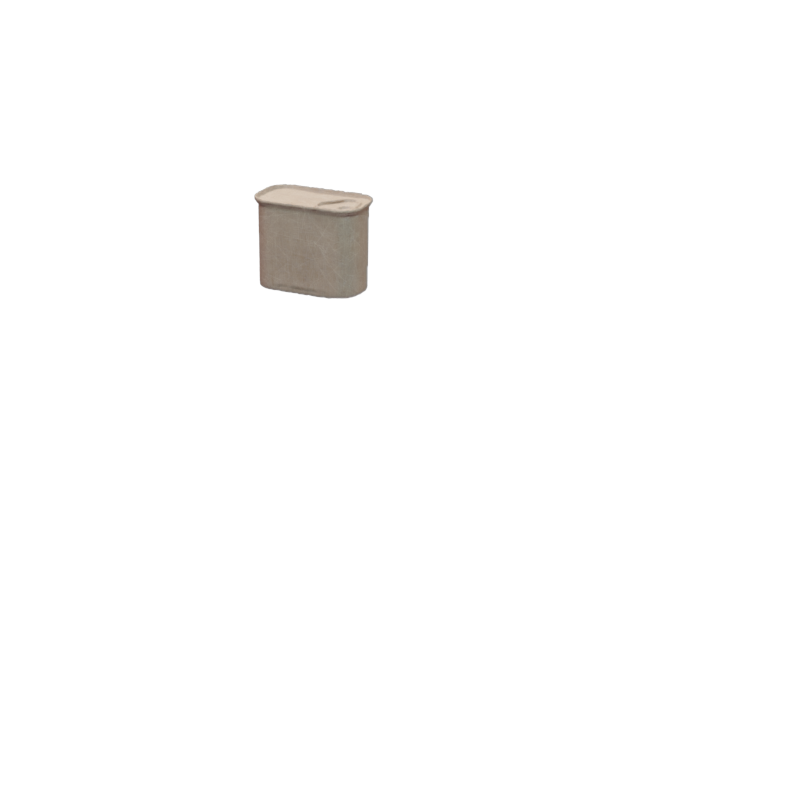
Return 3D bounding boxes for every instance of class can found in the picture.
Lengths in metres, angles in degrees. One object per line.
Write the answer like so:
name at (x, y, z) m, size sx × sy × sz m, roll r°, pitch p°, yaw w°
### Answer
can at (-0.077, -0.140, 0.981) m, size 0.106 × 0.080 × 0.058 m, roll 10°, pitch 23°, yaw 22°
